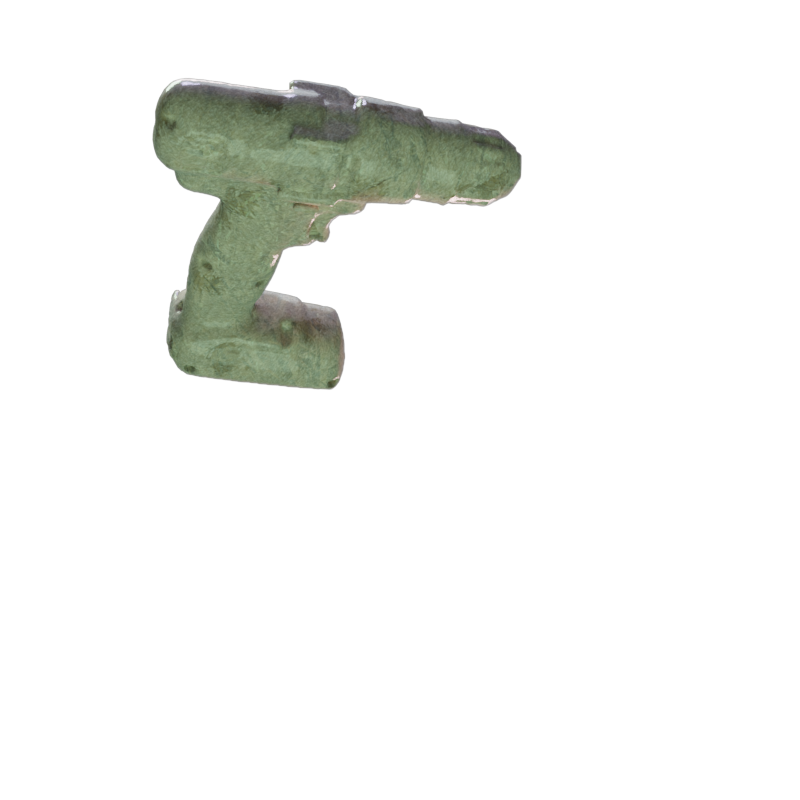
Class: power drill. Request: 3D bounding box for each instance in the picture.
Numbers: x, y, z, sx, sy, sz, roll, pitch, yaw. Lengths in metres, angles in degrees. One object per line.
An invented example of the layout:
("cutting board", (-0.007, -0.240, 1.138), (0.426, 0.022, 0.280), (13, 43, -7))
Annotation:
("power drill", (-0.047, -0.085, 0.594), (0.182, 0.062, 0.177), (9, -44, -10))
